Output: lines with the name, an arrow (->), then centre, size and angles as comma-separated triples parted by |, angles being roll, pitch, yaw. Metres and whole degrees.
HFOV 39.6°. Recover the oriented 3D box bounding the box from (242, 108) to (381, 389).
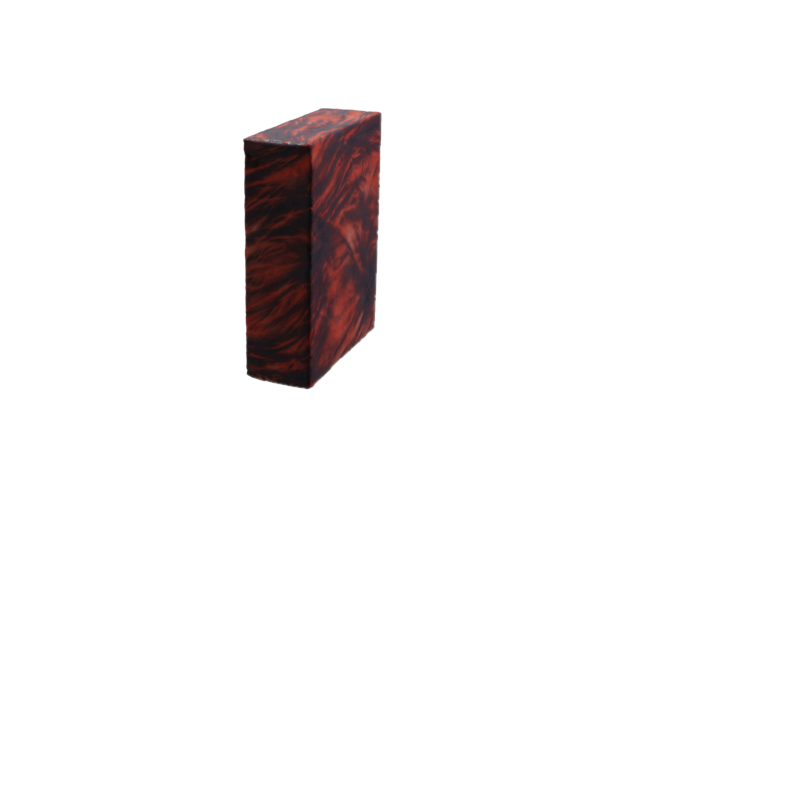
box -> -0.077, -0.141, 0.985 | 0.074, 0.205, 0.166 | 7, 21, 18
